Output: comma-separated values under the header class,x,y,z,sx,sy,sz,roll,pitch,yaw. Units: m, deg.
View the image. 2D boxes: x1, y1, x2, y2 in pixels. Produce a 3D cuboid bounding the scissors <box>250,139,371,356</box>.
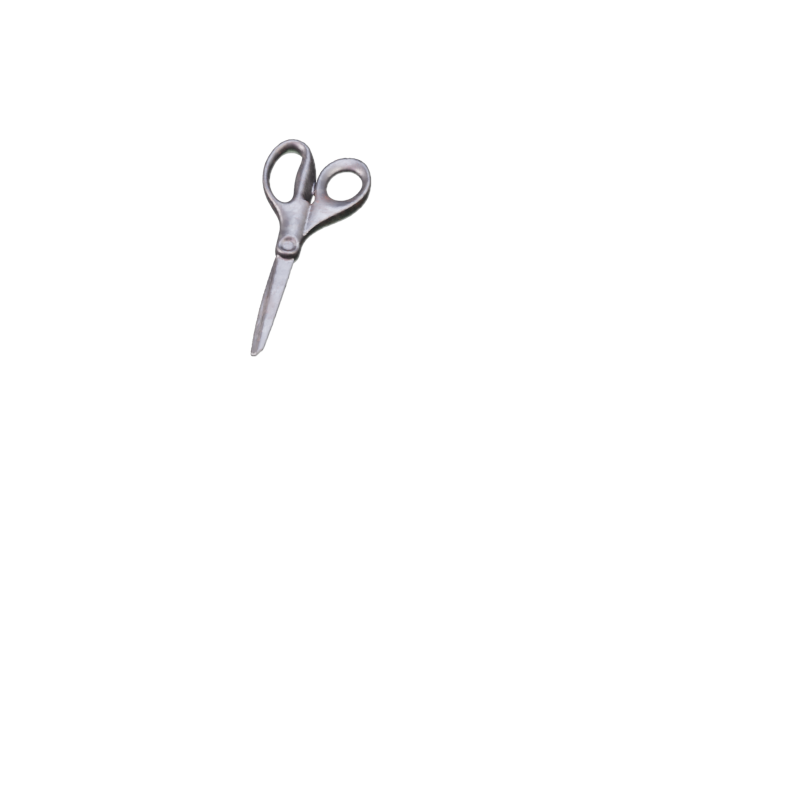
class,x,y,z,sx,sy,sz,roll,pitch,yaw
scissors,-0.067,-0.122,0.852,0.096,0.216,0.015,-3,-34,-2
